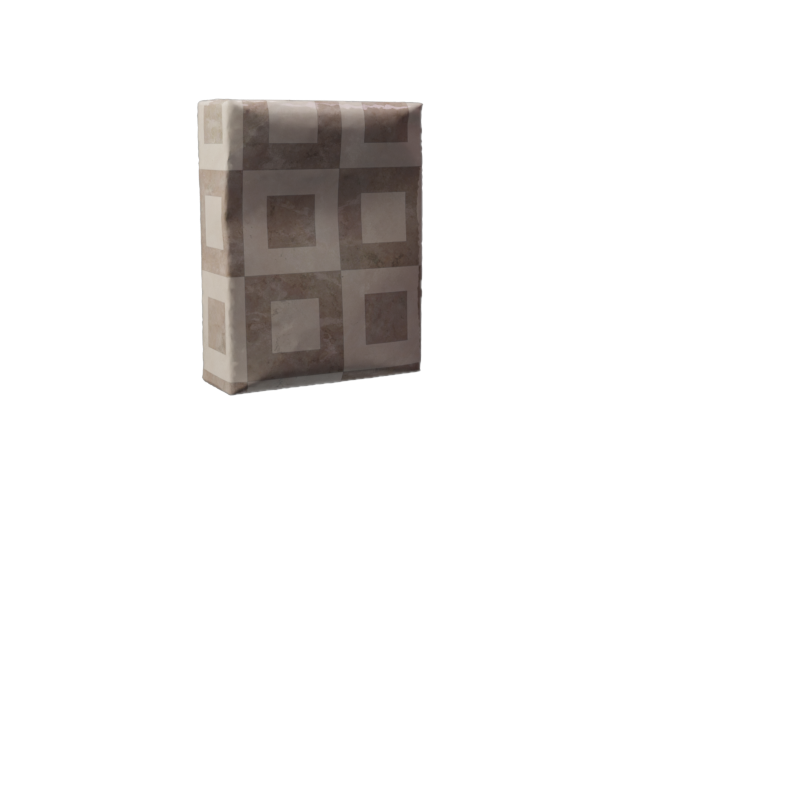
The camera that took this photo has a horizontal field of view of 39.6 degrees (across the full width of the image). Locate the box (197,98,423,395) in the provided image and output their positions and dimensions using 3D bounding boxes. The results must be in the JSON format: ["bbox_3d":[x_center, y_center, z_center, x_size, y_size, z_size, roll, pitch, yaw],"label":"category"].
[{"bbox_3d":[-0.066,-0.120,0.842,0.160,0.210,0.075,-4,8,-26],"label":"box"}]
